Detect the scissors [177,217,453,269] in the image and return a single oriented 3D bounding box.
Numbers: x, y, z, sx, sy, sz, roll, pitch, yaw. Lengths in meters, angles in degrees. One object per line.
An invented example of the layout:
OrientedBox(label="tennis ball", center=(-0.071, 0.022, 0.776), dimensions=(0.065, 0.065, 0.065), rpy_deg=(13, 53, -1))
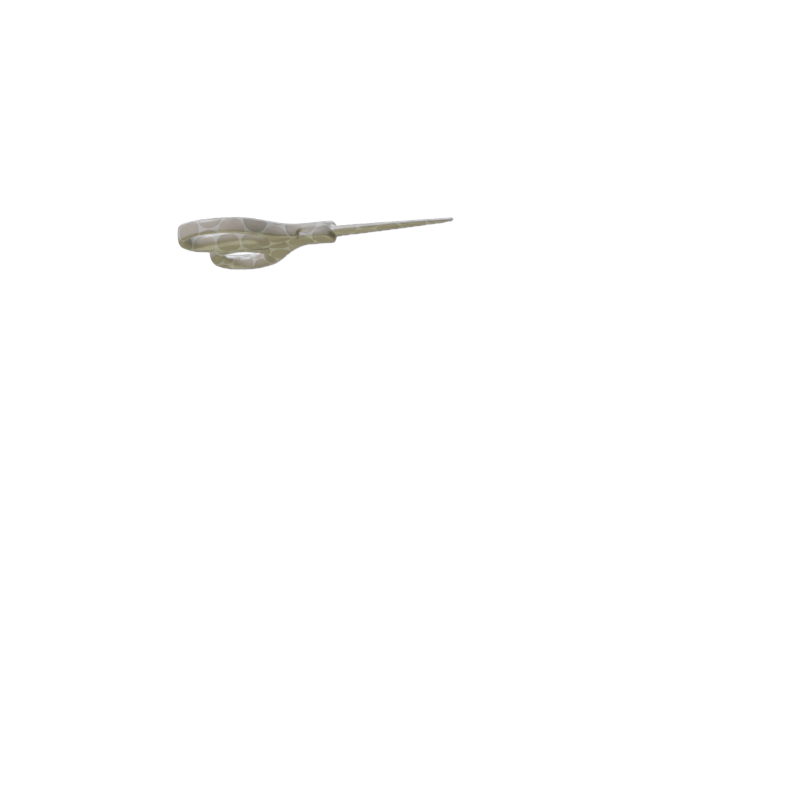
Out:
OrientedBox(label="scissors", center=(-0.066, -0.120, 0.838), dimensions=(0.202, 0.016, 0.093), rpy_deg=(0, -12, 0))
